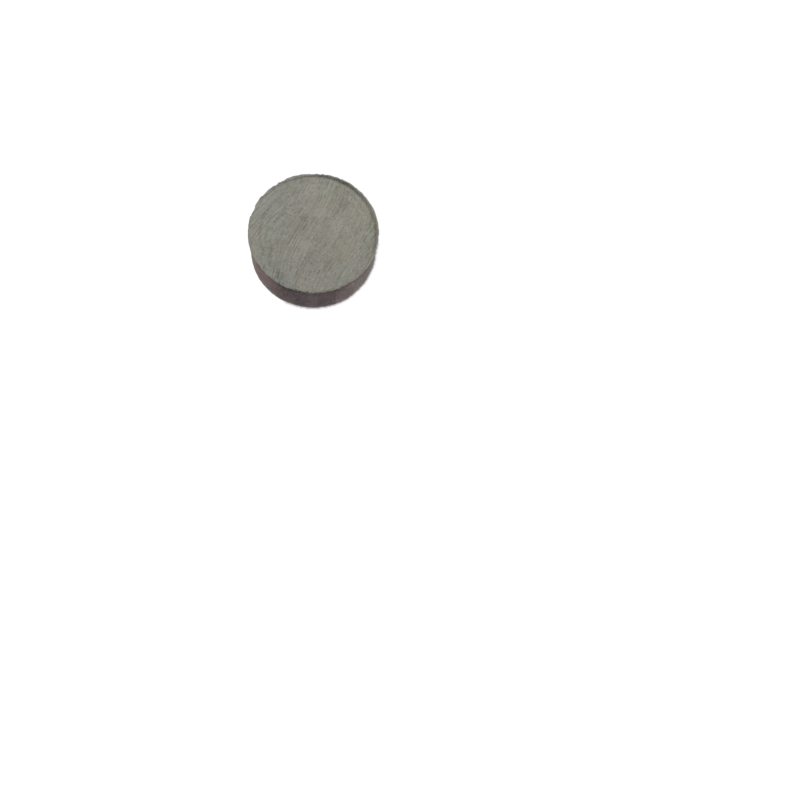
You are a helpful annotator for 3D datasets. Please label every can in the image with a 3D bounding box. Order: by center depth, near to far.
[{"bbox_3d":[-0.058,-0.105,0.736,0.086,0.090,0.032,-1,-22,-1],"label":"can"}]
